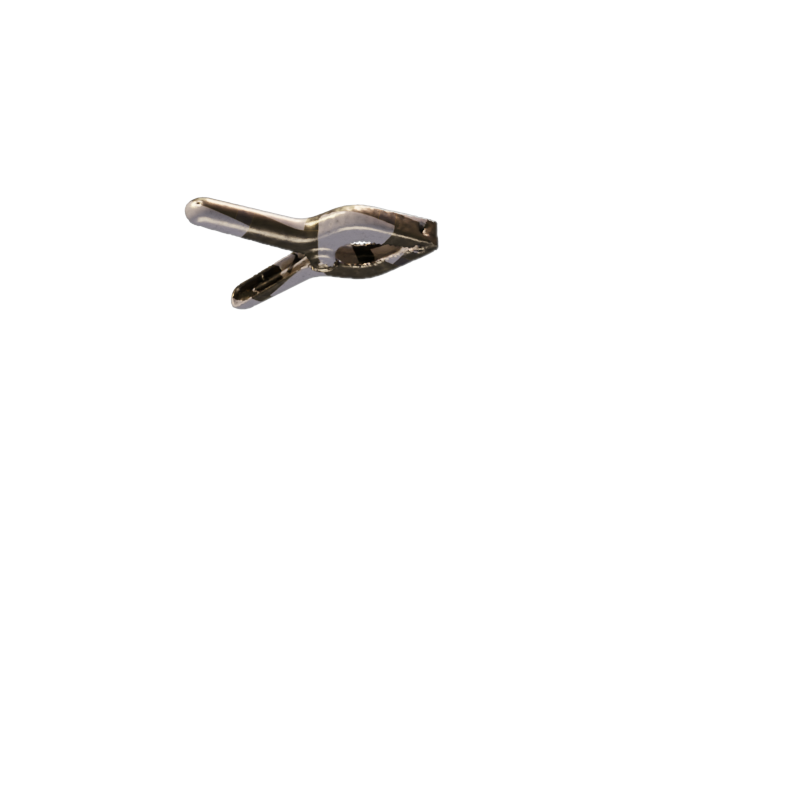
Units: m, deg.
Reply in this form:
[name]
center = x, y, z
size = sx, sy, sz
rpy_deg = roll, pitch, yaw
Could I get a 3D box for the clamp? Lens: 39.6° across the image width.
[clamp]
center = -0.075, -0.137, 0.956
size = 0.213, 0.039, 0.153
rpy_deg = -7, -26, 14
